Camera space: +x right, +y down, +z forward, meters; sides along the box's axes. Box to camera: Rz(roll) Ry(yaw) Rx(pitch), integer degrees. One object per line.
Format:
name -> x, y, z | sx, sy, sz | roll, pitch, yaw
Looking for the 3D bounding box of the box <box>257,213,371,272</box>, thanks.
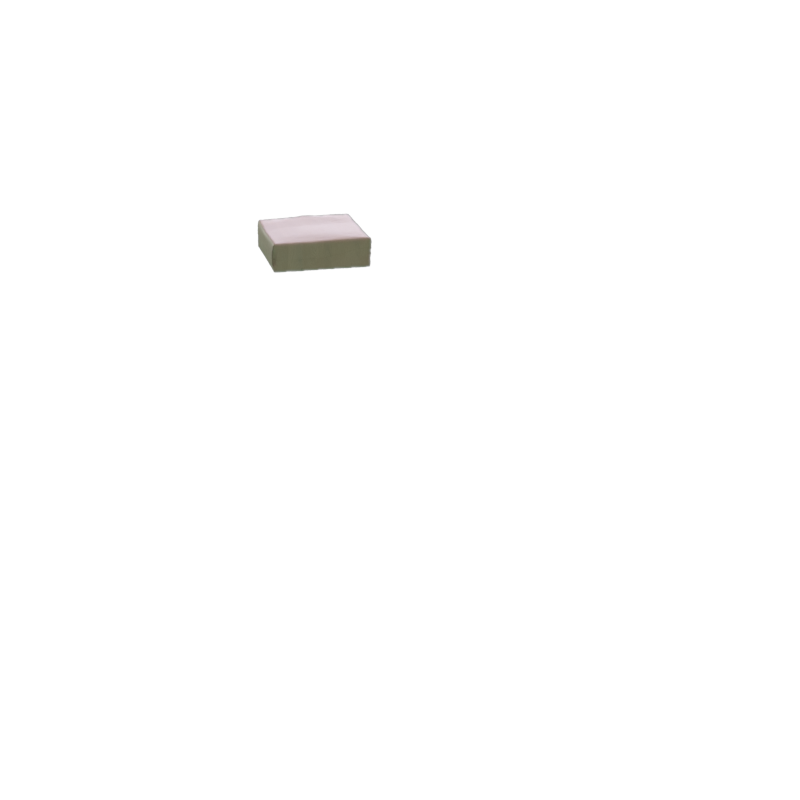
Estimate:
box -> -0.077, -0.141, 0.989 | 0.088, 0.029, 0.078 | -6, 26, -14
